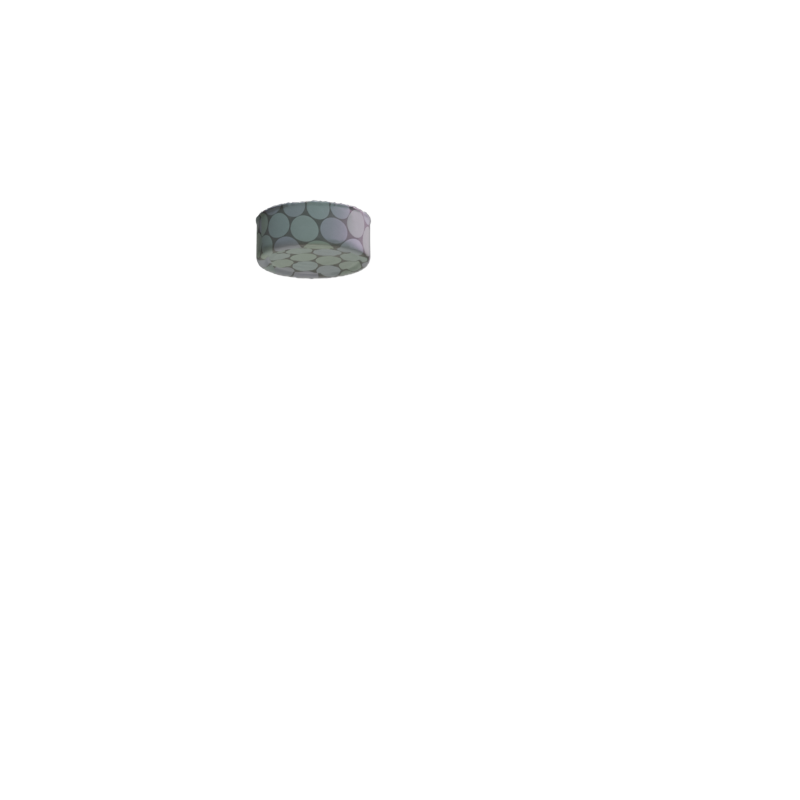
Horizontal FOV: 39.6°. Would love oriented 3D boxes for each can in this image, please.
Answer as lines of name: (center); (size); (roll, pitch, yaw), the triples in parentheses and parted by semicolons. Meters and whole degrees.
can: (-0.064, -0.117, 0.819); (0.086, 0.035, 0.083); (0, -12, -2)
